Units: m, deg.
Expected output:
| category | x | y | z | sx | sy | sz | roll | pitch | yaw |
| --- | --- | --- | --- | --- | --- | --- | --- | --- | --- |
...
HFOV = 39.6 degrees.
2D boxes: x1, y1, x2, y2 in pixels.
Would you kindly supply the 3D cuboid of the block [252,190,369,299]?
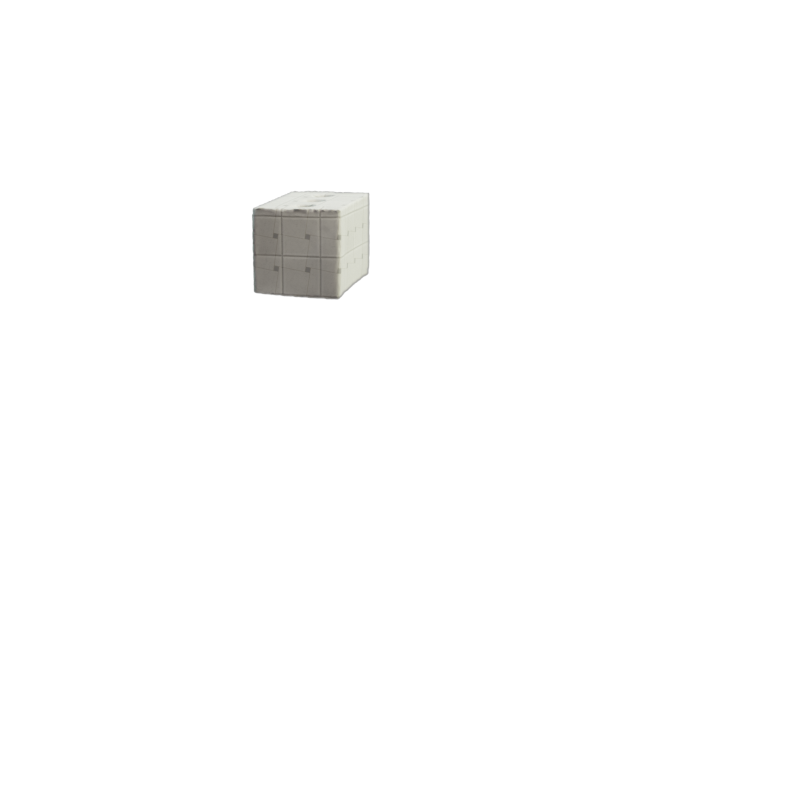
| category | x | y | z | sx | sy | sz | roll | pitch | yaw |
| --- | --- | --- | --- | --- | --- | --- | --- | --- | --- |
| block | -0.051 | -0.094 | 0.656 | 0.054 | 0.050 | 0.079 | 3 | 16 | 11 |
